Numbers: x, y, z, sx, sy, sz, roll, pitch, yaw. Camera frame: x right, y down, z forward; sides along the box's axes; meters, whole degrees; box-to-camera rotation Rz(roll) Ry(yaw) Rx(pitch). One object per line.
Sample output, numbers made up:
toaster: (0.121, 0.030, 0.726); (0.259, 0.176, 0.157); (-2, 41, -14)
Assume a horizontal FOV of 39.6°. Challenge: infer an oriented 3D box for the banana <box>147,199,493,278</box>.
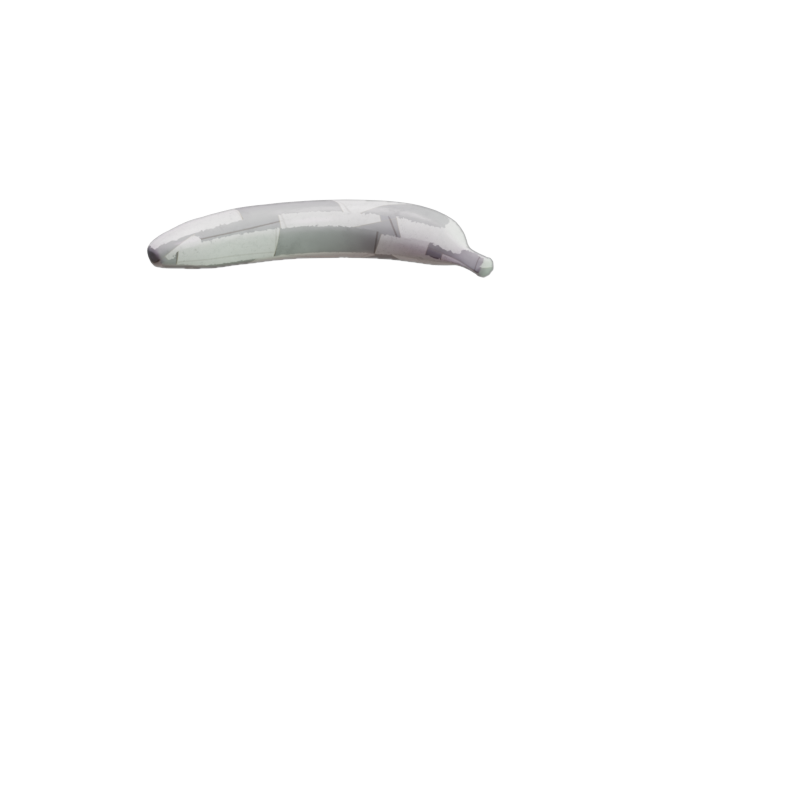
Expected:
banana: (-0.048, -0.098, 0.658); (0.198, 0.035, 0.072); (0, 18, 0)
